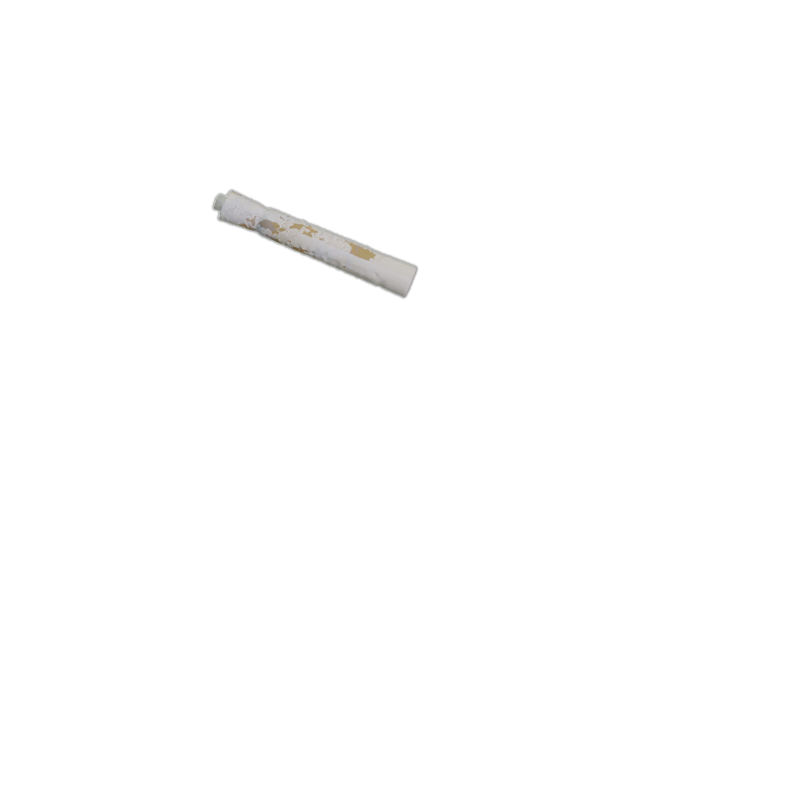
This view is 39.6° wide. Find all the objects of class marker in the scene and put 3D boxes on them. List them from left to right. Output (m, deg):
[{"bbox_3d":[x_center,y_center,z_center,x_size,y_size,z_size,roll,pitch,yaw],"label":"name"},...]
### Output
[{"bbox_3d":[-0.049,-0.090,0.628,0.122,0.020,0.020,23,5,6],"label":"marker"}]
